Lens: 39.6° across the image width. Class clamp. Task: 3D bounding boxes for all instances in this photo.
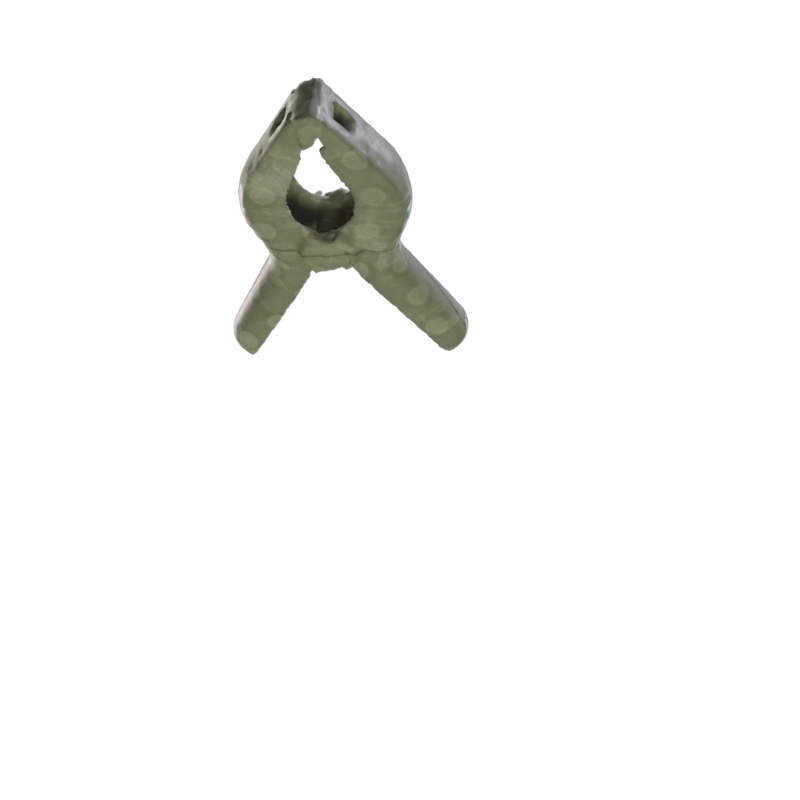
[{"bbox_3d":[-0.041,-0.075,0.528,0.121,0.042,0.158,-11,-44,11],"label":"clamp"}]
